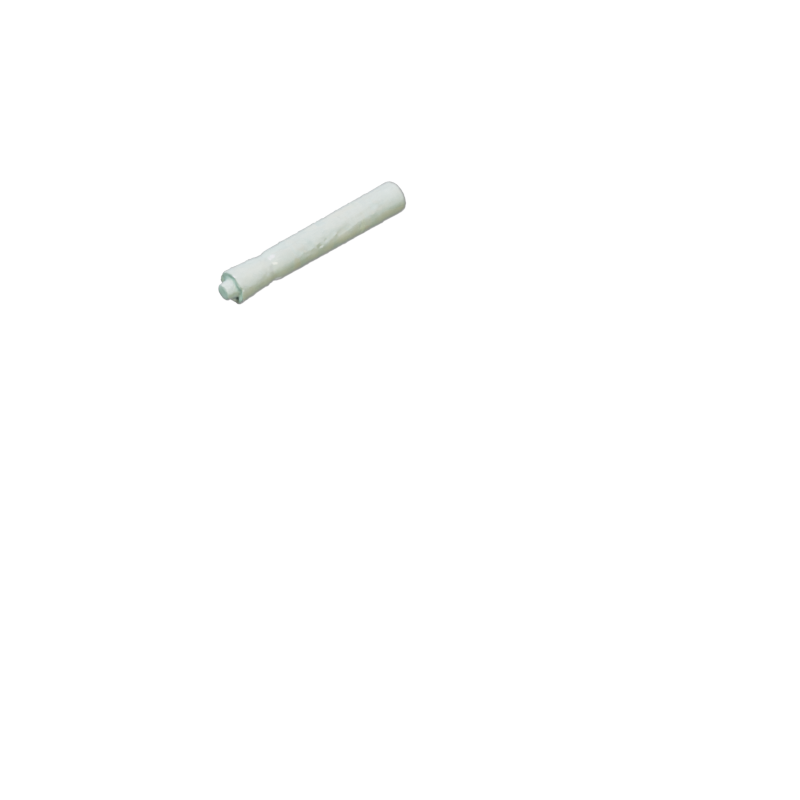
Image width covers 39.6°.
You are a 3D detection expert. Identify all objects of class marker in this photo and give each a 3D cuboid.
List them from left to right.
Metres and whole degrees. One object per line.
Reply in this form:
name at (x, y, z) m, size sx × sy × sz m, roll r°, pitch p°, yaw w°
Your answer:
marker at (-0.046, -0.084, 0.589) m, size 0.121 × 0.019 × 0.021 m, roll -34°, pitch 22°, yaw -30°
